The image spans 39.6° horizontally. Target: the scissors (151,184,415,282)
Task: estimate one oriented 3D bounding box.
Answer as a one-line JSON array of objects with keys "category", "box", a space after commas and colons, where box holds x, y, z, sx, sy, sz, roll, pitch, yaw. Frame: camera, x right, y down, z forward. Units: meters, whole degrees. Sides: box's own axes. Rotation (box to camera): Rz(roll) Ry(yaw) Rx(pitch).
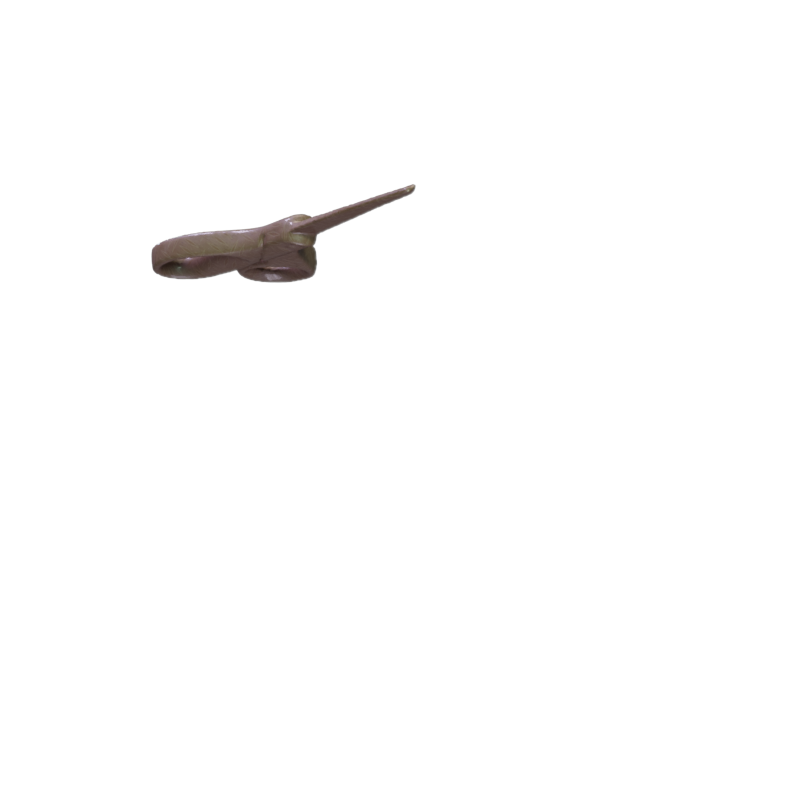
[{"category": "scissors", "box": [-0.043, -0.078, 0.548, 0.208, 0.016, 0.091, -4, -5, 42]}]
